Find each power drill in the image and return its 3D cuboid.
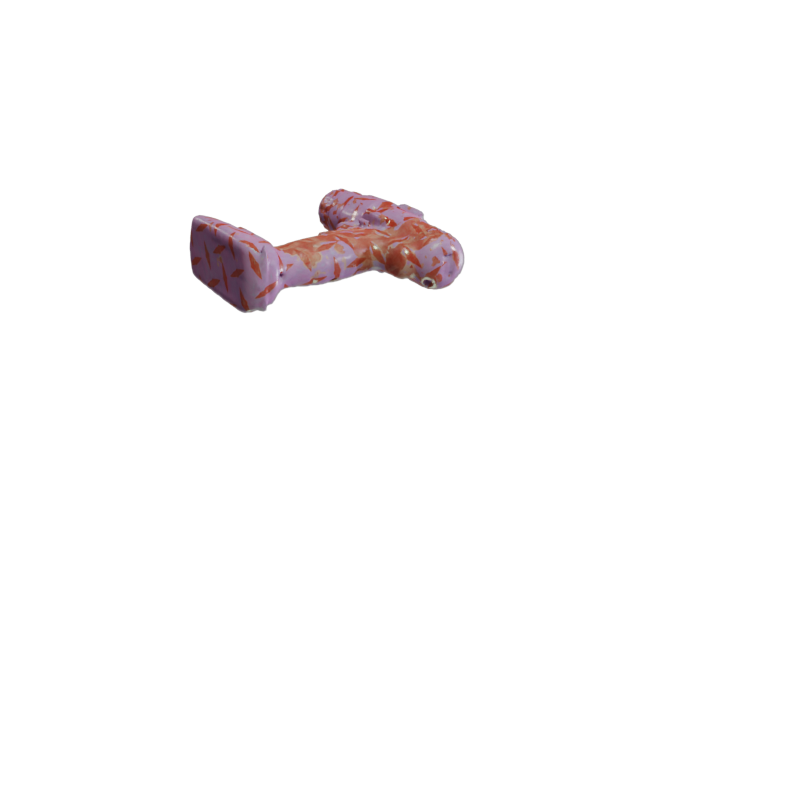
[{"bbox_3d":[-0.070,-0.127,0.892,0.184,0.055,0.197,-14,27,-29],"label":"power drill"}]
